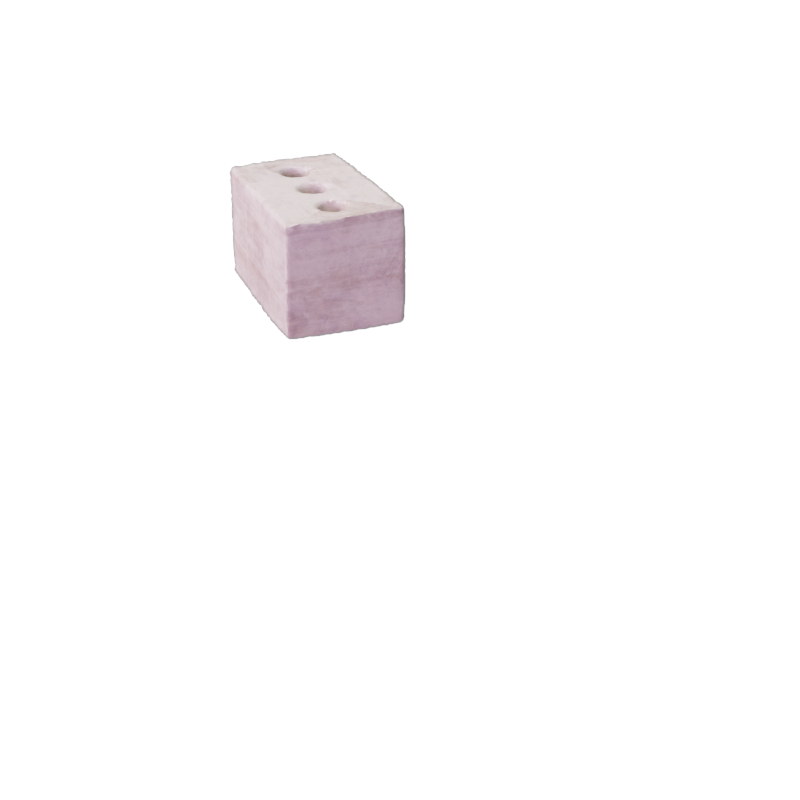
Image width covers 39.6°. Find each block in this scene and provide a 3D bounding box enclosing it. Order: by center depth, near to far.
[{"bbox_3d":[-0.037,-0.068,0.475,0.052,0.048,0.084,-10,30,-21],"label":"block"}]
